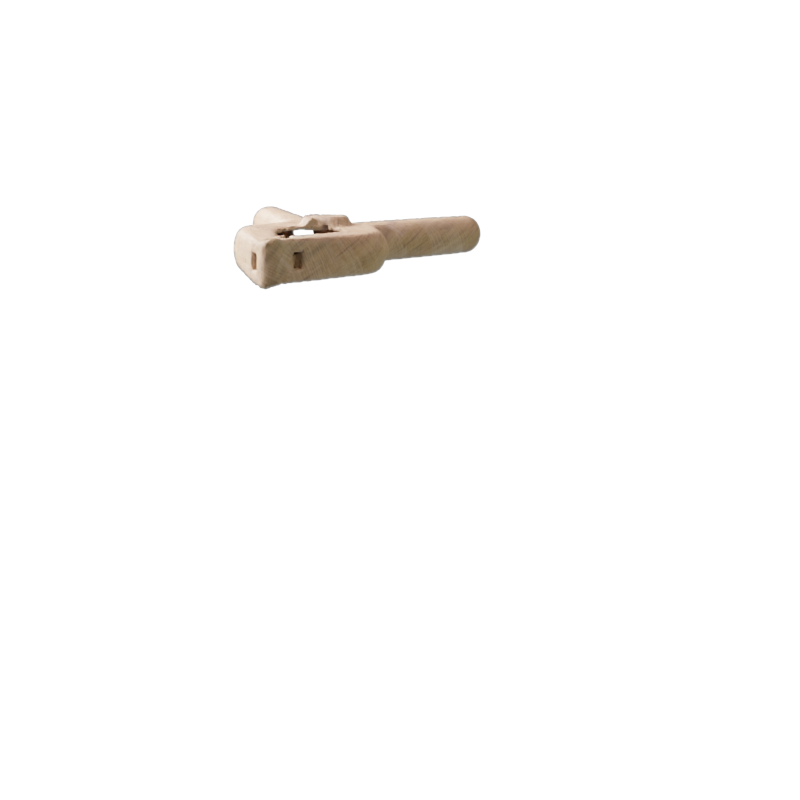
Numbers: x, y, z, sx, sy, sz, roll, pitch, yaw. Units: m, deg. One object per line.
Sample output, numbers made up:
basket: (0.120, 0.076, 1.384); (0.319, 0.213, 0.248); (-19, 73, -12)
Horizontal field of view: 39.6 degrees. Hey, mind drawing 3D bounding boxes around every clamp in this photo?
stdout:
clamp: (-0.056, -0.101, 0.711); (0.170, 0.035, 0.209); (6, 16, 22)
